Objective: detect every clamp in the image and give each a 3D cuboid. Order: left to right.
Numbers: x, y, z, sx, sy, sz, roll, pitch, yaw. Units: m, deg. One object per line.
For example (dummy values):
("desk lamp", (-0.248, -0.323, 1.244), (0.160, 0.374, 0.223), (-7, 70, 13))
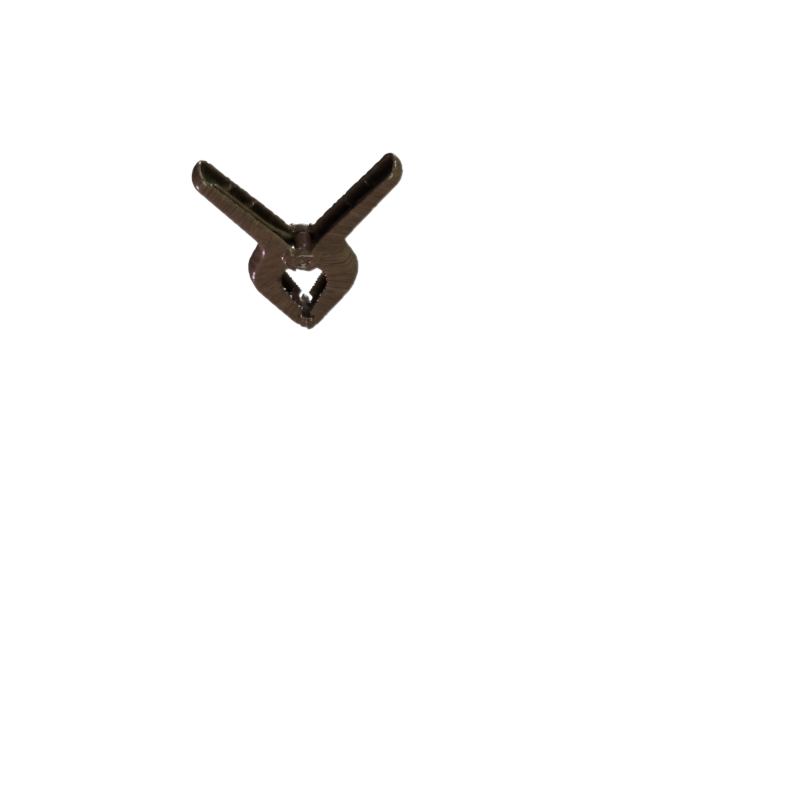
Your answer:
("clamp", (-0.073, -0.133, 0.931), (0.166, 0.039, 0.194), (-4, -36, 6))
